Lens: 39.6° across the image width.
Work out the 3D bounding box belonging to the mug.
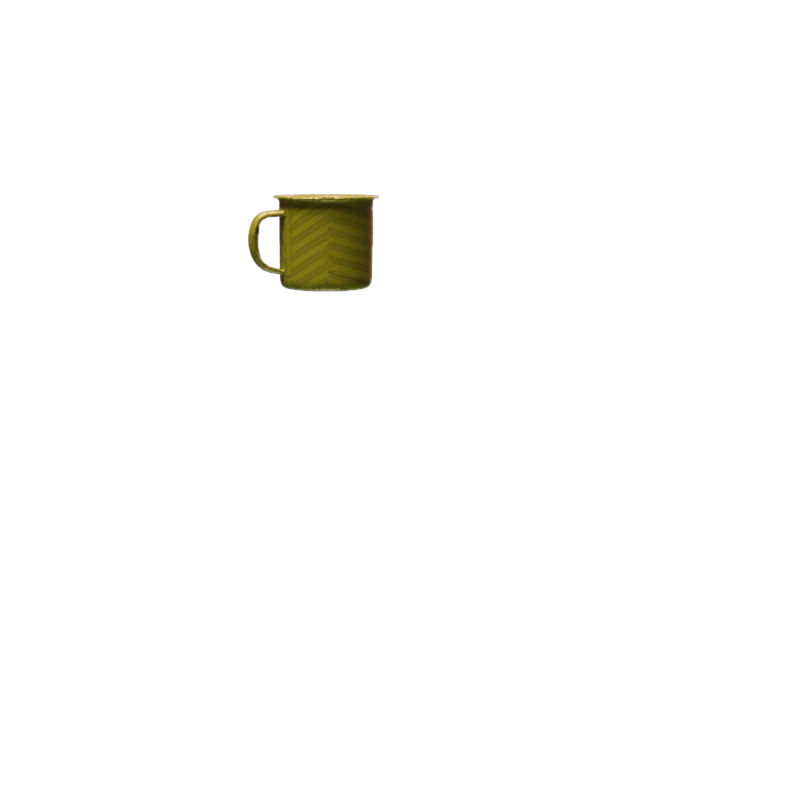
[{"bbox_3d":[-0.076,-0.139,0.971,0.114,0.080,0.097,-4,9,-23],"label":"mug"}]
